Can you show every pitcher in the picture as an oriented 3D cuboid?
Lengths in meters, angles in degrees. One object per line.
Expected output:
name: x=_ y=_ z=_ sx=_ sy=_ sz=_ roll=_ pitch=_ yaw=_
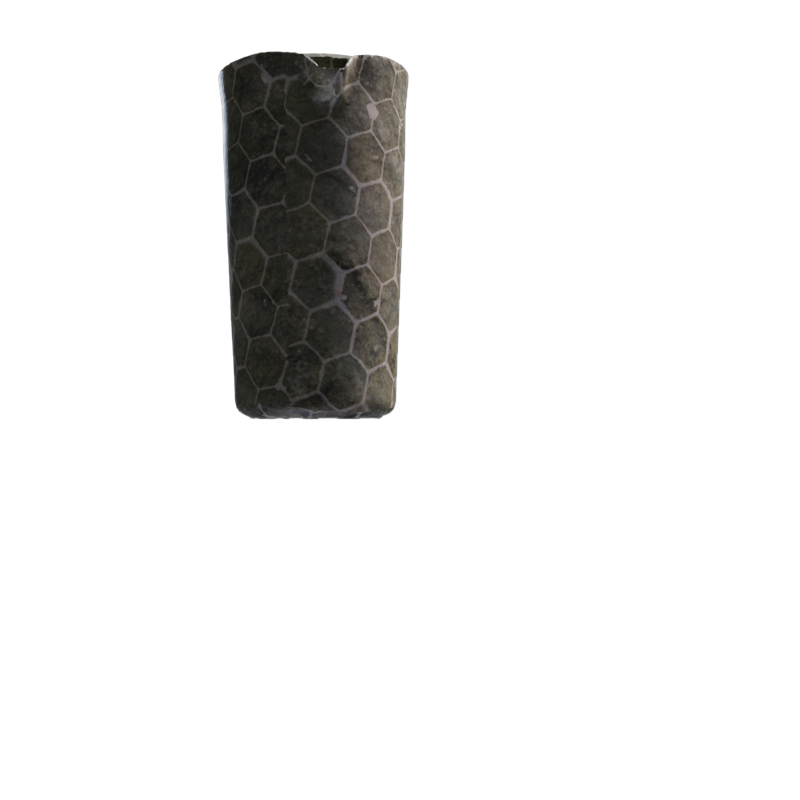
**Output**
pitcher: x=-0.060 y=-0.110 z=0.770 sx=0.149 sy=0.248 sz=0.142 roll=-5 pitch=-8 yaw=33
